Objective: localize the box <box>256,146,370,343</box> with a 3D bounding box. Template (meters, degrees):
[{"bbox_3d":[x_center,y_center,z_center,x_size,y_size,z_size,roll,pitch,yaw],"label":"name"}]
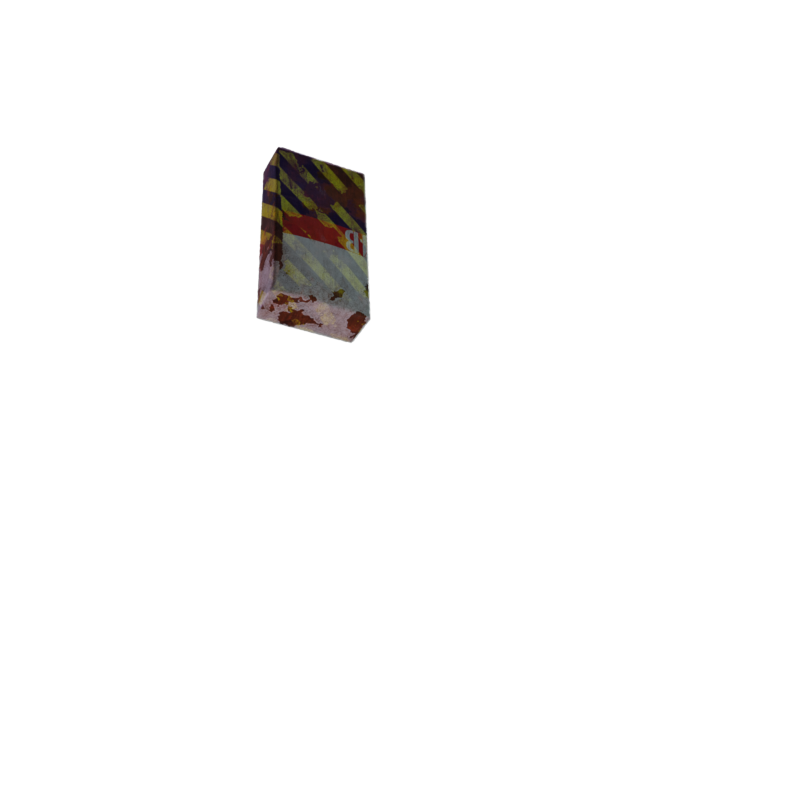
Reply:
[{"bbox_3d":[-0.078,-0.142,0.996,0.090,0.189,0.046,14,-44,-19],"label":"box"}]
